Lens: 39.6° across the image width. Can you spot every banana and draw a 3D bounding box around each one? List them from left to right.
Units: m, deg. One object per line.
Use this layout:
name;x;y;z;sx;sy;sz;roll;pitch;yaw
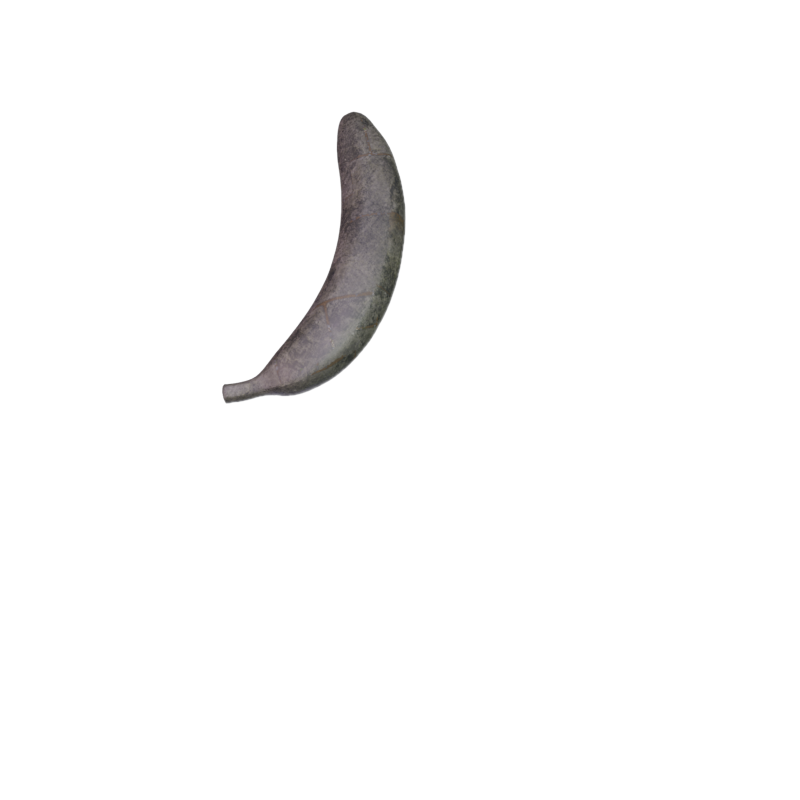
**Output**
banana;-0.033;-0.080;0.625;0.071;0.206;0.035;17;-26;8
